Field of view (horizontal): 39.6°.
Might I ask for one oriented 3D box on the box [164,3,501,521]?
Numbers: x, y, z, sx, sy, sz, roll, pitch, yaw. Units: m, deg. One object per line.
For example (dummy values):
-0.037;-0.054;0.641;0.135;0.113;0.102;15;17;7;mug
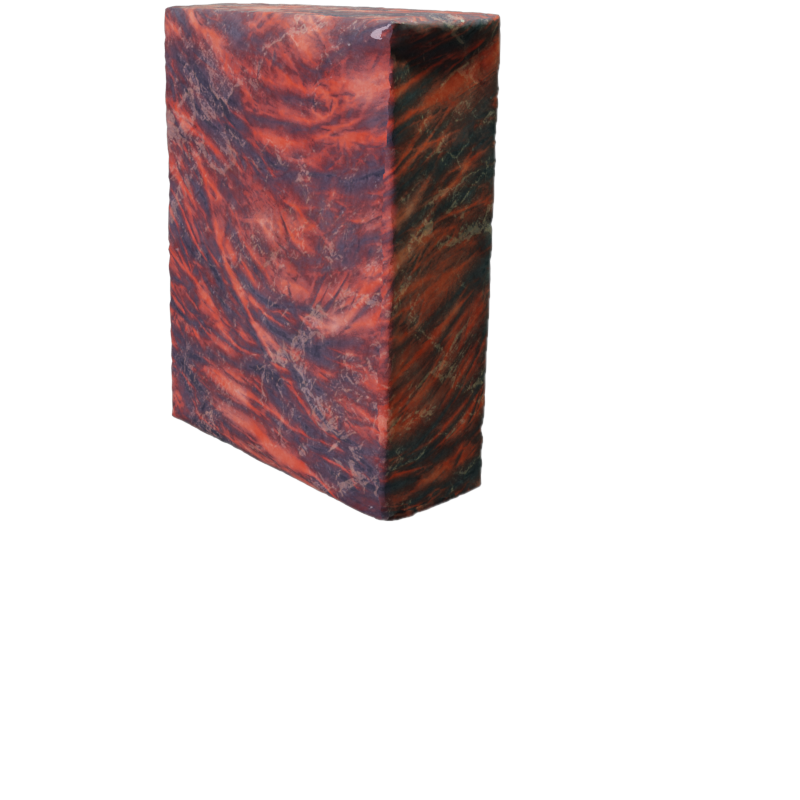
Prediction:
-0.040;-0.074;0.517;0.070;0.206;0.174;-12;22;-41;box
